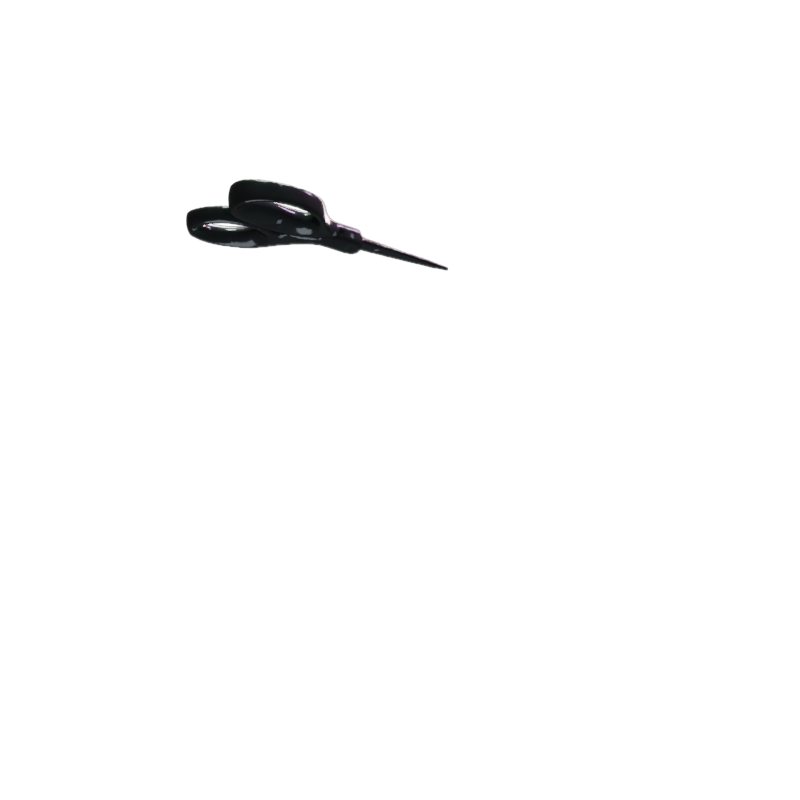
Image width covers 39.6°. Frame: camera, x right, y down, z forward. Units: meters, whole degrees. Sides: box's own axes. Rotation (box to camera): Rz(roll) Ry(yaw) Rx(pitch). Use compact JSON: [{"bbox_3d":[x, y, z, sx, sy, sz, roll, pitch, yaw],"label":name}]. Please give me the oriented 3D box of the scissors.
[{"bbox_3d":[-0.055,-0.101,0.705,0.098,0.016,0.190,-6,-12,29],"label":"scissors"}]
